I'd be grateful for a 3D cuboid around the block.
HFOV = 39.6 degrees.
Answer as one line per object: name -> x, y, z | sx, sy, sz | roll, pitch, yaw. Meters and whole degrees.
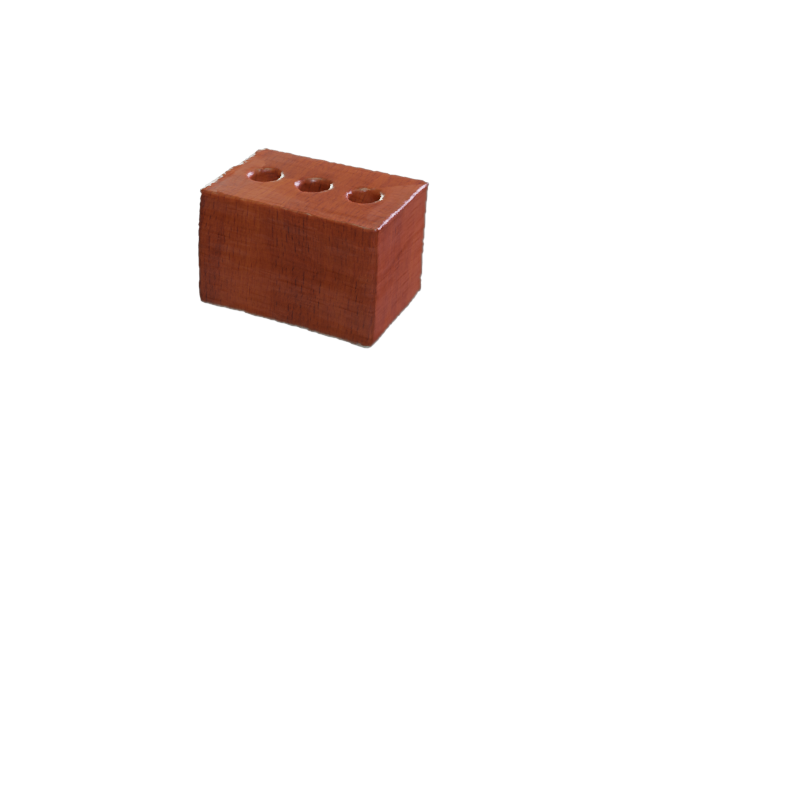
block -> -0.035, -0.063, 0.441 | 0.081, 0.048, 0.054 | 15, 34, 22
